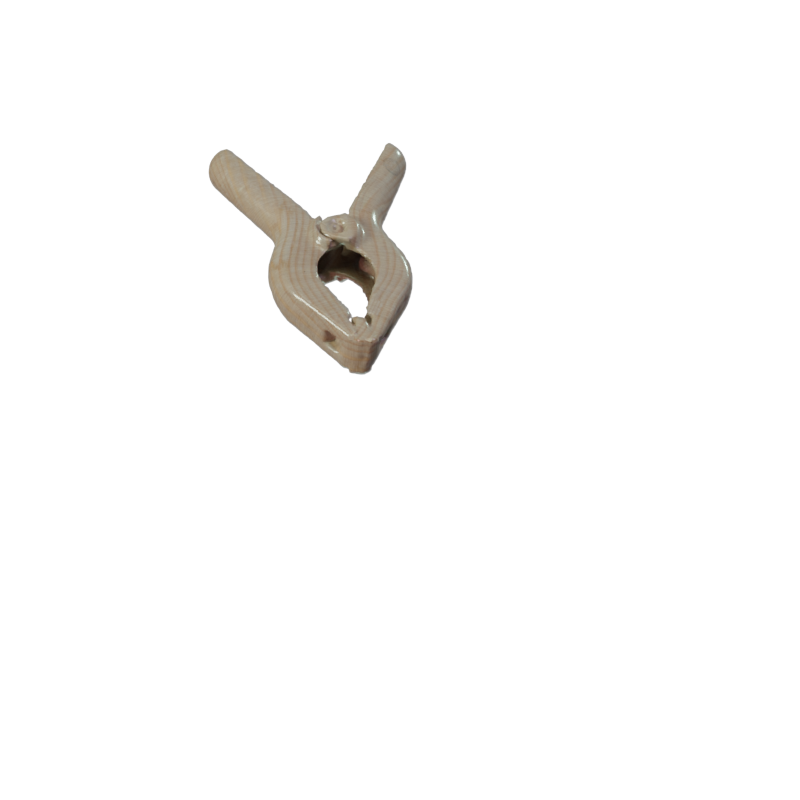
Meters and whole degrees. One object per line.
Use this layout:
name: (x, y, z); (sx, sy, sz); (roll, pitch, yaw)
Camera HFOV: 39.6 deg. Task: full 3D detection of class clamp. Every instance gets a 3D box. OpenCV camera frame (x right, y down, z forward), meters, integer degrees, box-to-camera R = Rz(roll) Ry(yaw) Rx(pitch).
clamp: (-0.049, -0.089, 0.626); (0.120, 0.185, 0.036); (-3, -44, -3)
